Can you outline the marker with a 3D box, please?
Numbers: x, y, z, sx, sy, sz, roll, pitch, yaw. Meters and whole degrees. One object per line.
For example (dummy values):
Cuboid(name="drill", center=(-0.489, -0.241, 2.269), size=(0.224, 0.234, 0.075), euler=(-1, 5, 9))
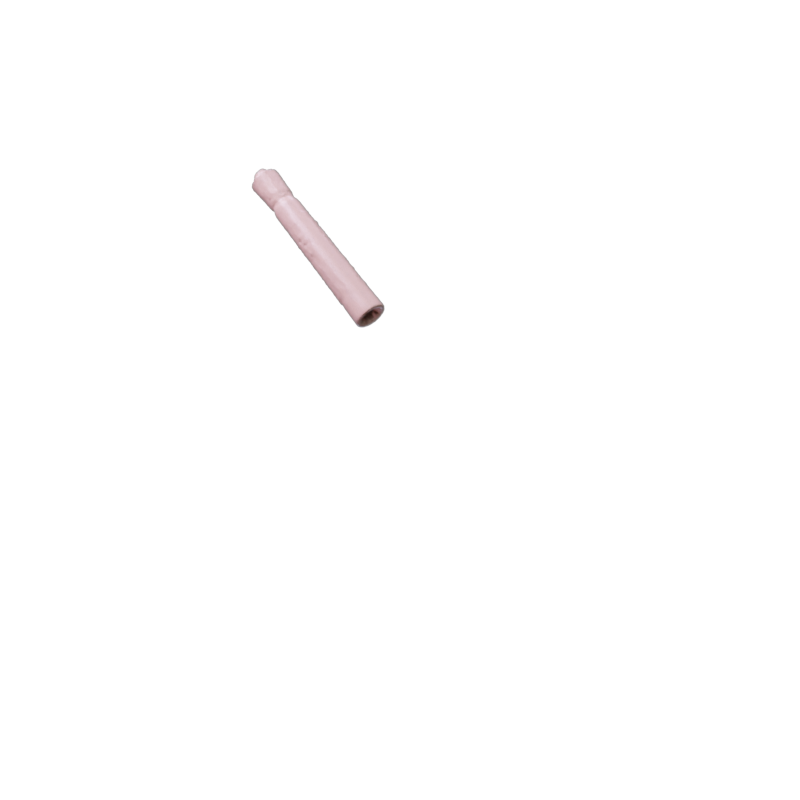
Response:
Cuboid(name="marker", center=(-0.050, -0.092, 0.644), size=(0.019, 0.129, 0.019), euler=(-2, -43, -48))
